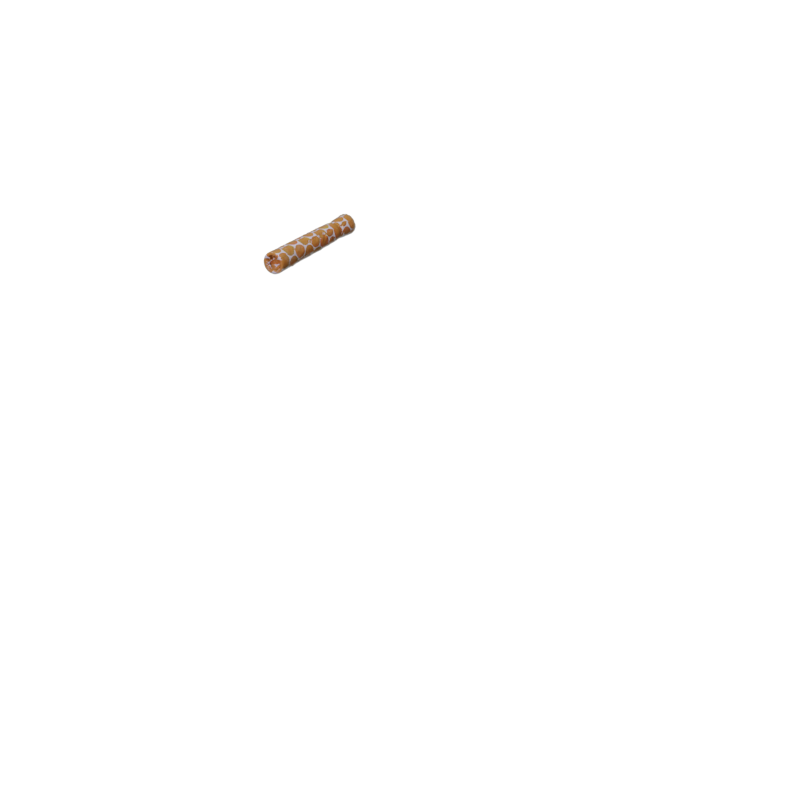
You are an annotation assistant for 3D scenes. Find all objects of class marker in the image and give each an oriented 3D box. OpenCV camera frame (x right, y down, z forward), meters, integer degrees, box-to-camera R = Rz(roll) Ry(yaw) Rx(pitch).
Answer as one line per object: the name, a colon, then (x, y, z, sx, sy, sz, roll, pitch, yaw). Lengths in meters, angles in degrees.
marker: (-0.073, -0.133, 0.931, 0.020, 0.019, 0.122, 2, 24, 30)
